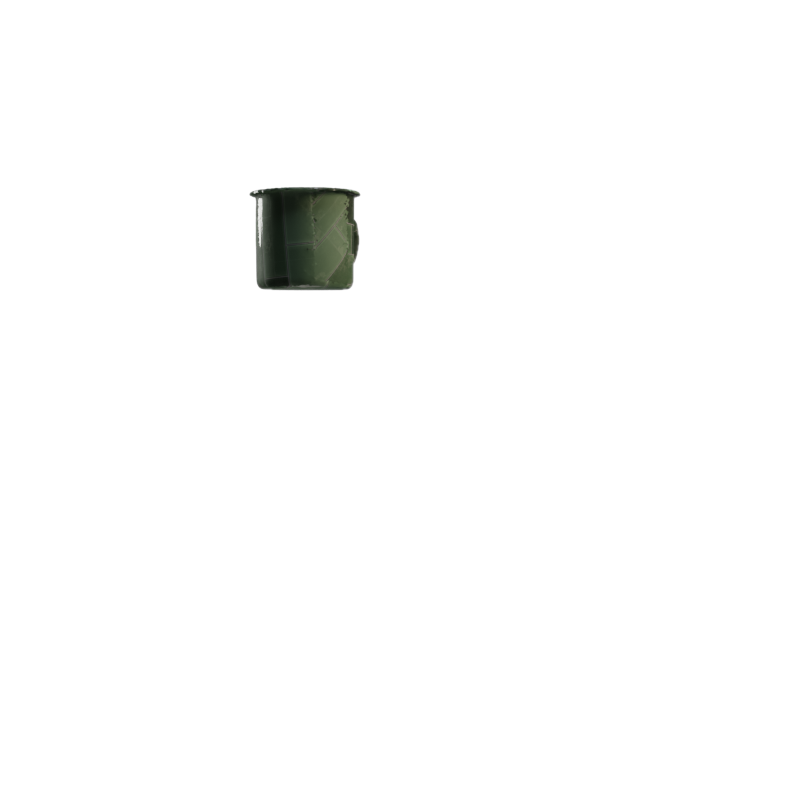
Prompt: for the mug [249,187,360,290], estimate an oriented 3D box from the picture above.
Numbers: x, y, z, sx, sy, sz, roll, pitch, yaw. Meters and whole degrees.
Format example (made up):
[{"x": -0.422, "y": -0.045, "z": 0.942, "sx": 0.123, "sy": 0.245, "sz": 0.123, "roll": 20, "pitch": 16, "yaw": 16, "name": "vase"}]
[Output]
[{"x": -0.073, "y": -0.134, "z": 0.938, "sx": 0.096, "sy": 0.082, "sz": 0.113, "roll": 1, "pitch": 2, "yaw": 33, "name": "mug"}]
